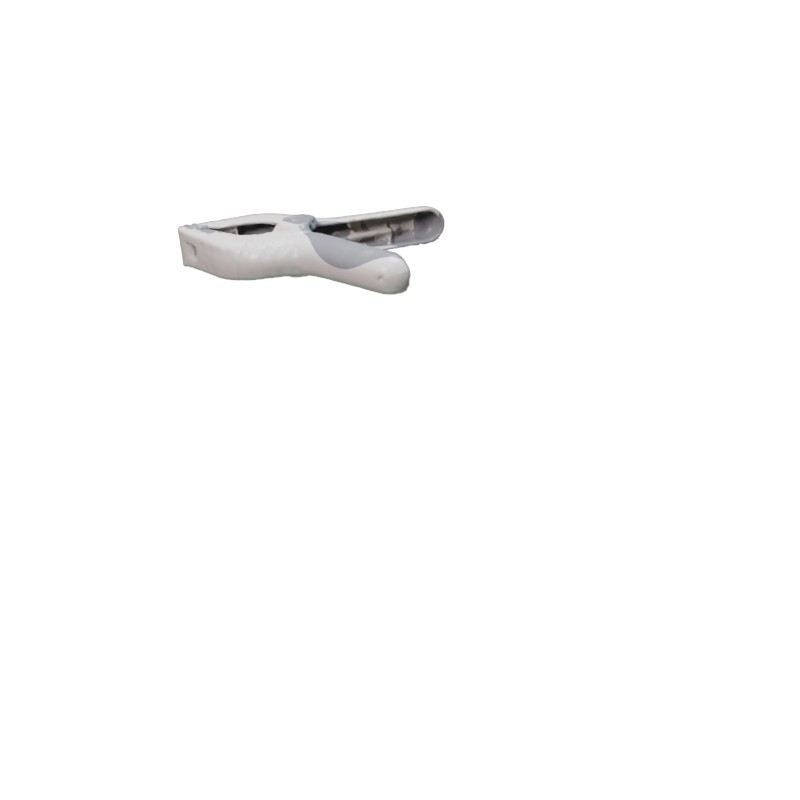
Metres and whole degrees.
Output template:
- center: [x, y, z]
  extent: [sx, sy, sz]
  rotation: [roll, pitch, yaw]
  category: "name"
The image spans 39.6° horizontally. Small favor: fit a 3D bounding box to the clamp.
- center: [-0.056, -0.102, 0.713]
  extent: [0.178, 0.038, 0.120]
  rotation: [9, 21, 23]
  category: "clamp"
